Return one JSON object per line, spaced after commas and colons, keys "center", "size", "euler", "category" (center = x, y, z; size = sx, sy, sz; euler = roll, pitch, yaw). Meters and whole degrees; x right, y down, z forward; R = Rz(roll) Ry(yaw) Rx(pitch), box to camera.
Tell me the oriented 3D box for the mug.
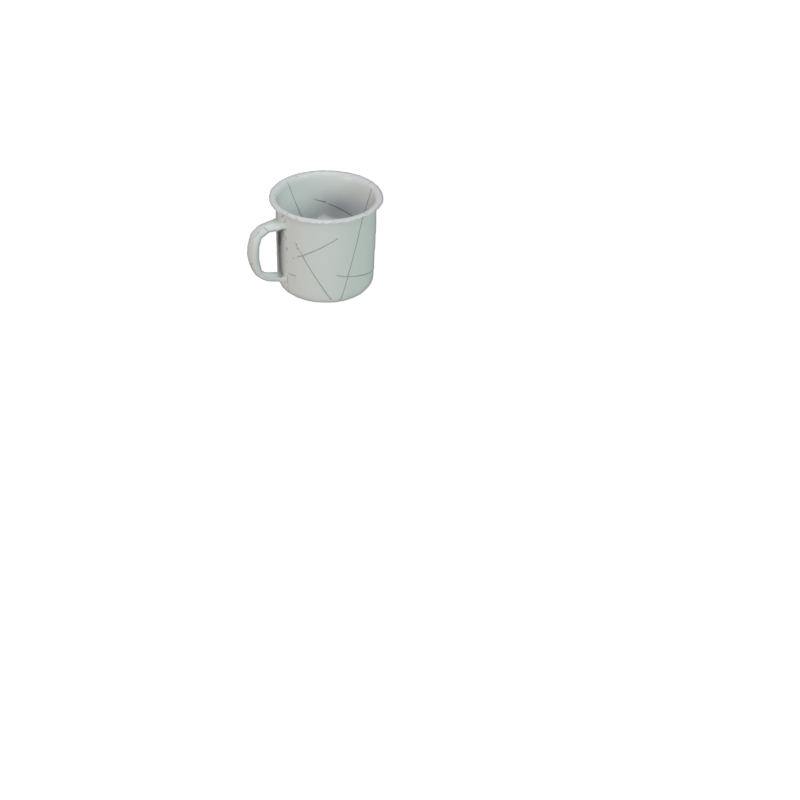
{"center": [-0.071, -0.130, 0.913], "size": [0.116, 0.076, 0.100], "euler": [-20, 39, -27], "category": "mug"}
